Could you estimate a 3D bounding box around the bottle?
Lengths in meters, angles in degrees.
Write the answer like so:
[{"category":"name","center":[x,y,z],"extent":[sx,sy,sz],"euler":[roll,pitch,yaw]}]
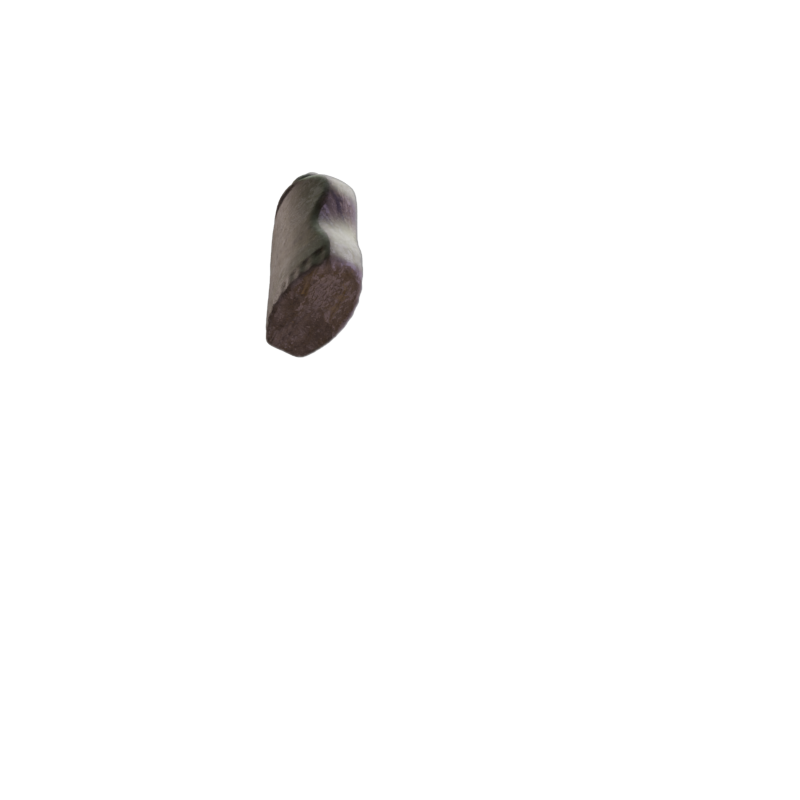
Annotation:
[{"category":"bottle","center":[-0.071,-0.129,0.901],"extent":[0.056,0.093,0.205],"euler":[24,34,-21]}]
